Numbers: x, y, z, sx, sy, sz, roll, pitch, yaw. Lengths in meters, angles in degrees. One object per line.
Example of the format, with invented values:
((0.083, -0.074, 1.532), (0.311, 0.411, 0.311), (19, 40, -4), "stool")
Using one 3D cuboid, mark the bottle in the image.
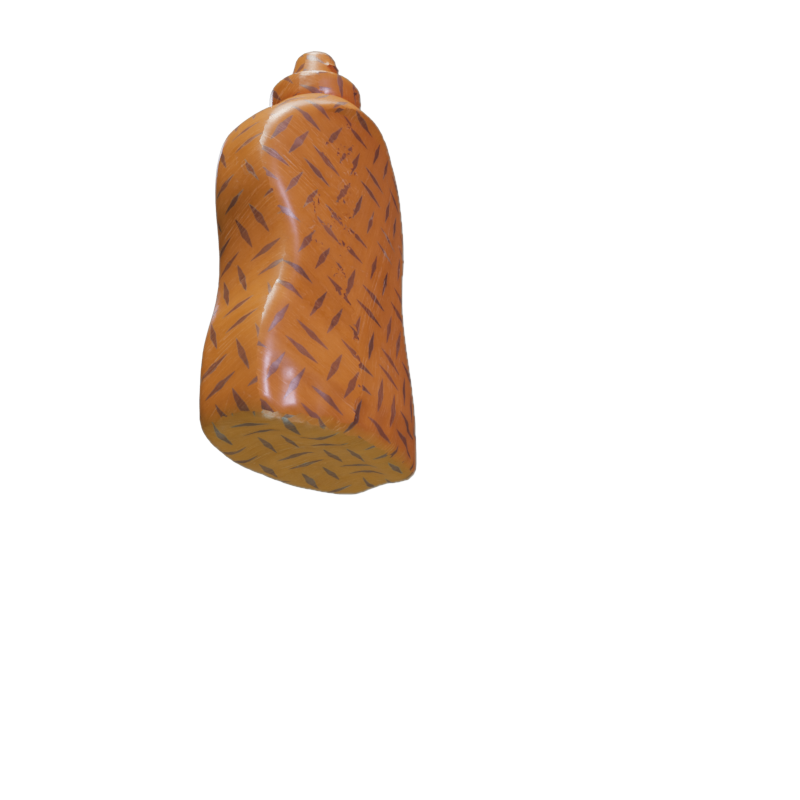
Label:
((-0.036, -0.066, 0.459), (0.059, 0.204, 0.090), (-24, -35, 33), "bottle")
